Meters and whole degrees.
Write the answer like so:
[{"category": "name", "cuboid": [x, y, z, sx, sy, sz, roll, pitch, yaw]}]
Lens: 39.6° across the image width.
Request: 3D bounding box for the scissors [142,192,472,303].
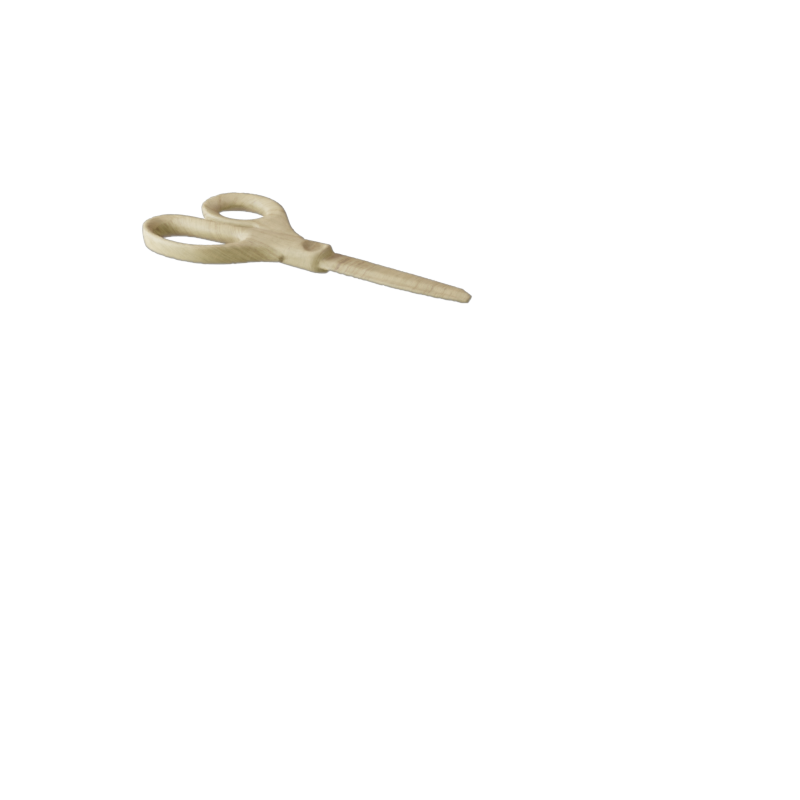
[{"category": "scissors", "cuboid": [-0.051, -0.092, 0.646, 0.207, 0.015, 0.099, 9, 32, 15]}]
